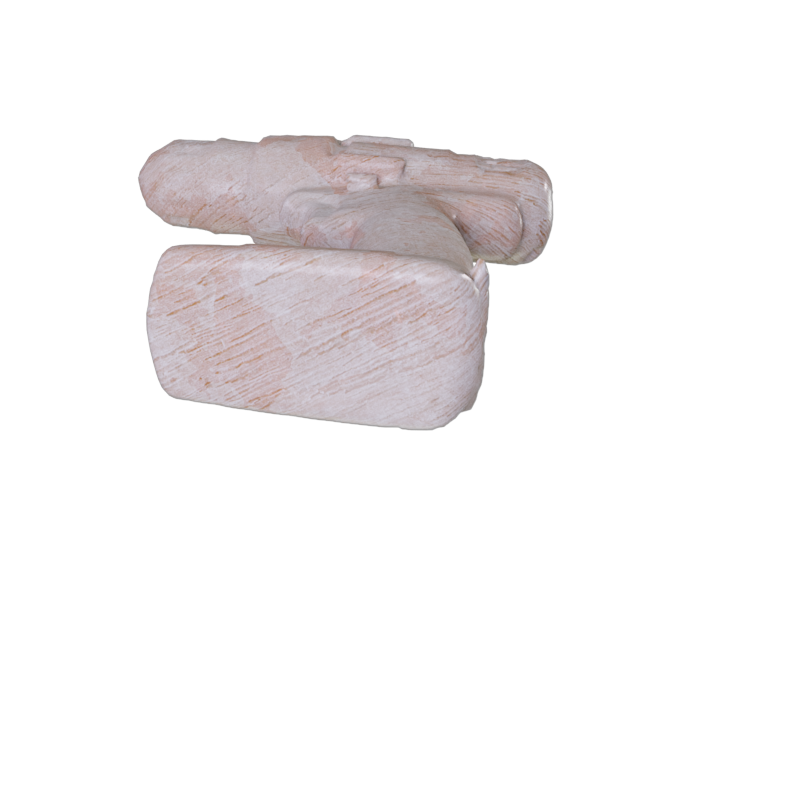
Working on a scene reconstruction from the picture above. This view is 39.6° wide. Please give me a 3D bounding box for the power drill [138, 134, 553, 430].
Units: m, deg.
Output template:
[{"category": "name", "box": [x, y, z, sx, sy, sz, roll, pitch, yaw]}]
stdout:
[{"category": "power drill", "box": [-0.033, -0.061, 0.427, 0.187, 0.054, 0.195, 4, 26, 7]}]
